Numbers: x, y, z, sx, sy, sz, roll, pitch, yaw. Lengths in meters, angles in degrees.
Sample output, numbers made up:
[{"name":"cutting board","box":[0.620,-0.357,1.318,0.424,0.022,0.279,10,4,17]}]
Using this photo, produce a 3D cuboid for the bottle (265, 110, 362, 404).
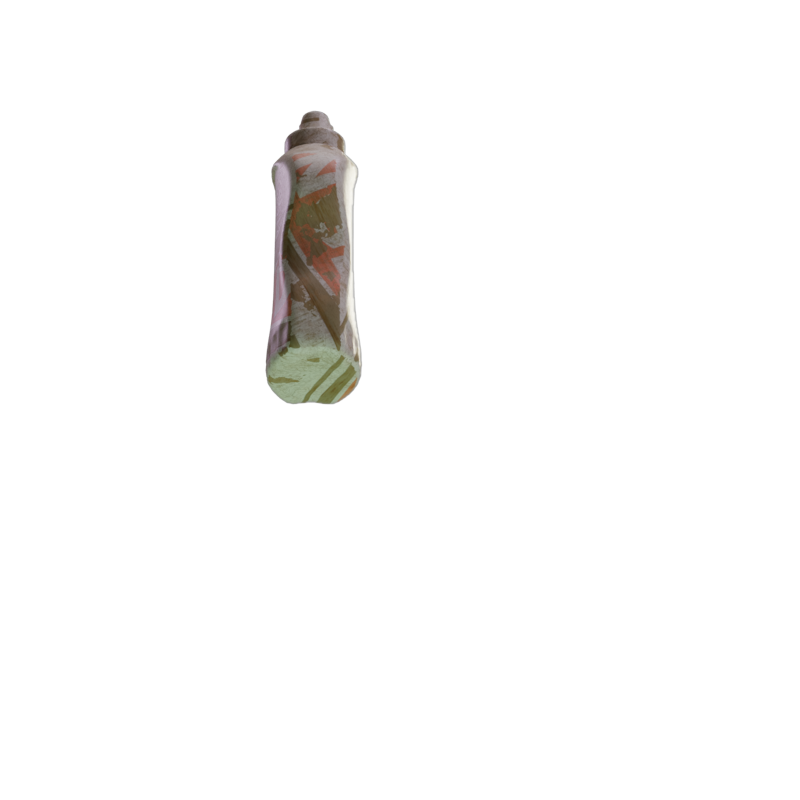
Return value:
[{"name":"bottle","box":[-0.055,-0.101,0.708,0.058,0.203,0.091,0,-26,-3]}]
